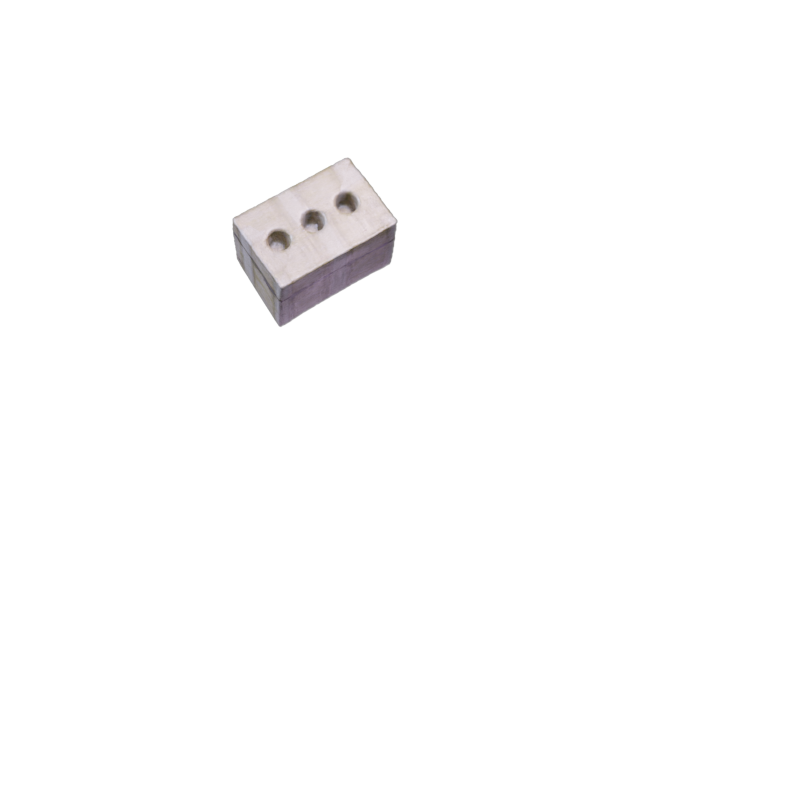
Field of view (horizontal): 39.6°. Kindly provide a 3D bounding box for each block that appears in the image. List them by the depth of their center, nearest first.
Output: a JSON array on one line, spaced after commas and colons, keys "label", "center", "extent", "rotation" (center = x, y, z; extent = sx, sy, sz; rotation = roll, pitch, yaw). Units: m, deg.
[{"label": "block", "center": [-0.049, -0.089, 0.625], "extent": [0.078, 0.056, 0.049], "rotation": [-31, -19, -14]}]
